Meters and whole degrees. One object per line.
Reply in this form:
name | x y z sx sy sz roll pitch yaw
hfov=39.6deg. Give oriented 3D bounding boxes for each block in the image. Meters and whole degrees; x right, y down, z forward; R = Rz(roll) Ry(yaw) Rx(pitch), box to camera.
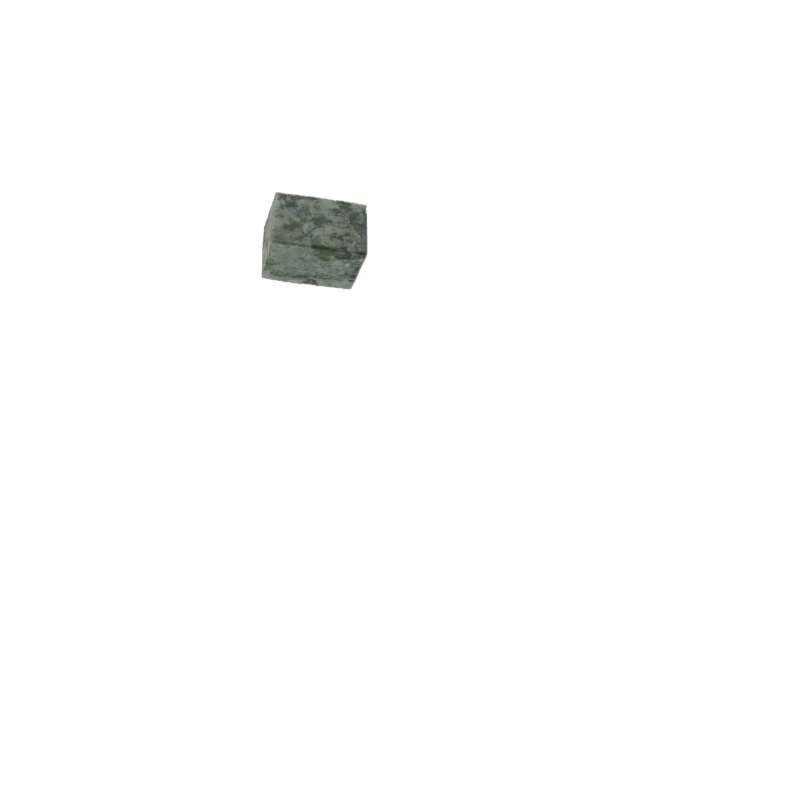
block | -0.070 -0.127 0.893 0.076 0.055 0.050 7 -33 -12
